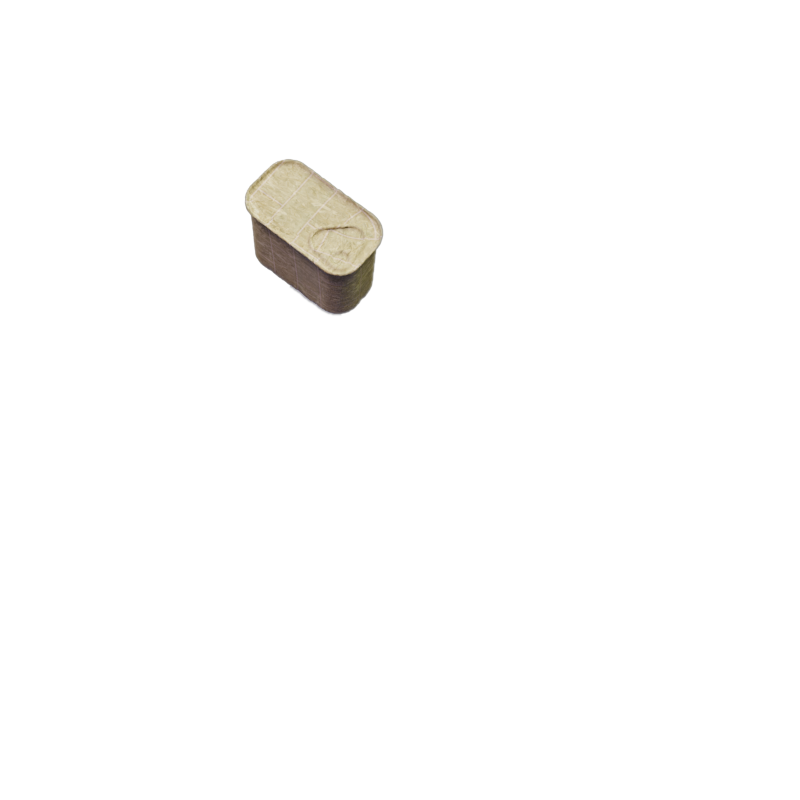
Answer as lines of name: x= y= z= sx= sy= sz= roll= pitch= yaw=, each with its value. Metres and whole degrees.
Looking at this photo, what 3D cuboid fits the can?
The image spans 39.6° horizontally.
can: x=-0.065 y=-0.118 z=0.827 sx=0.106 sy=0.058 sz=0.079 roll=38 pitch=-19 yaw=14
